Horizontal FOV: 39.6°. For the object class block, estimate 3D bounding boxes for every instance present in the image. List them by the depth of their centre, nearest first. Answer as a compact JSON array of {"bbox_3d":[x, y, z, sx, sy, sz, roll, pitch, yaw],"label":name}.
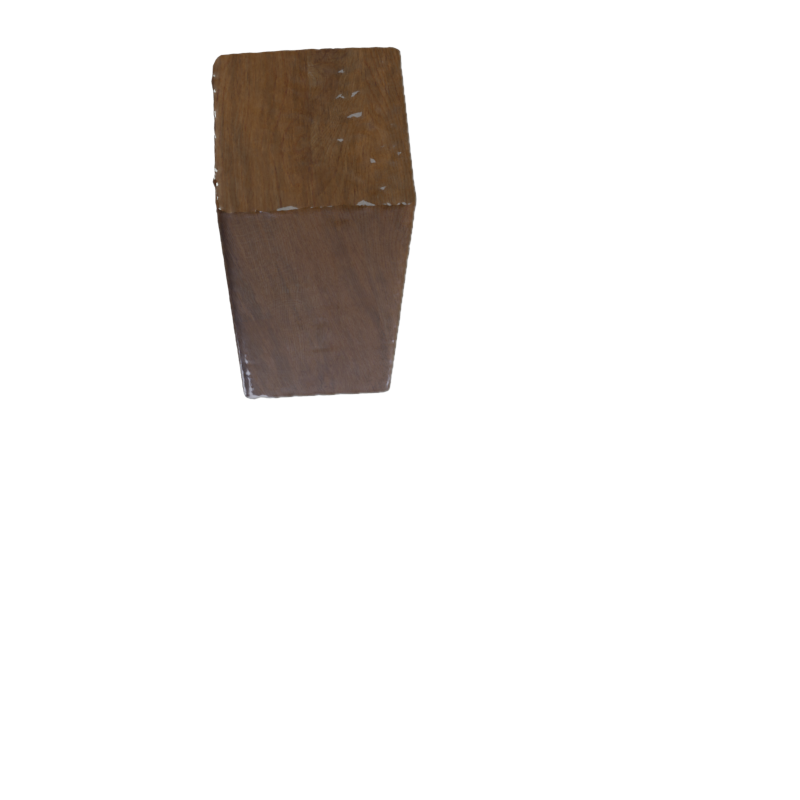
[{"bbox_3d":[-0.047,-0.084,0.586,0.090,0.096,0.195,-3,-25,-5],"label":"block"}]
